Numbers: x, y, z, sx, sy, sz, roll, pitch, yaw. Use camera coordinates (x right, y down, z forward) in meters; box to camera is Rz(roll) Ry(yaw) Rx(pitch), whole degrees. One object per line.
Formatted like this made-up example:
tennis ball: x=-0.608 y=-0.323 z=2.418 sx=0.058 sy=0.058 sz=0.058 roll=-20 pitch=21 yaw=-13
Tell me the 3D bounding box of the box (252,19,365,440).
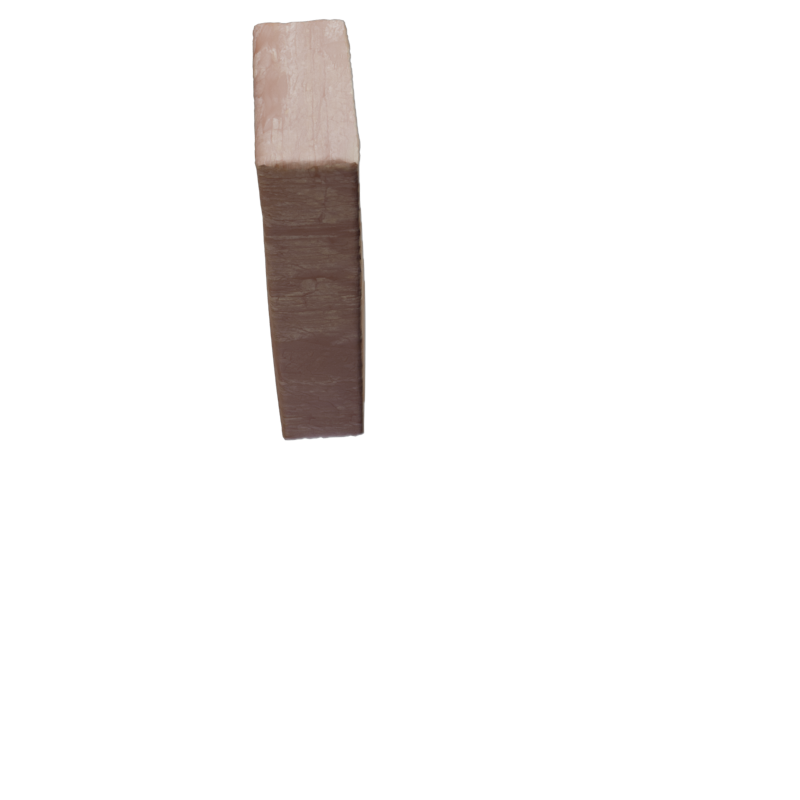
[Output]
box: x=-0.038 y=-0.071 z=0.495 sx=0.048 sy=0.100 sz=0.164 roll=-2 pitch=-39 yaw=-6
